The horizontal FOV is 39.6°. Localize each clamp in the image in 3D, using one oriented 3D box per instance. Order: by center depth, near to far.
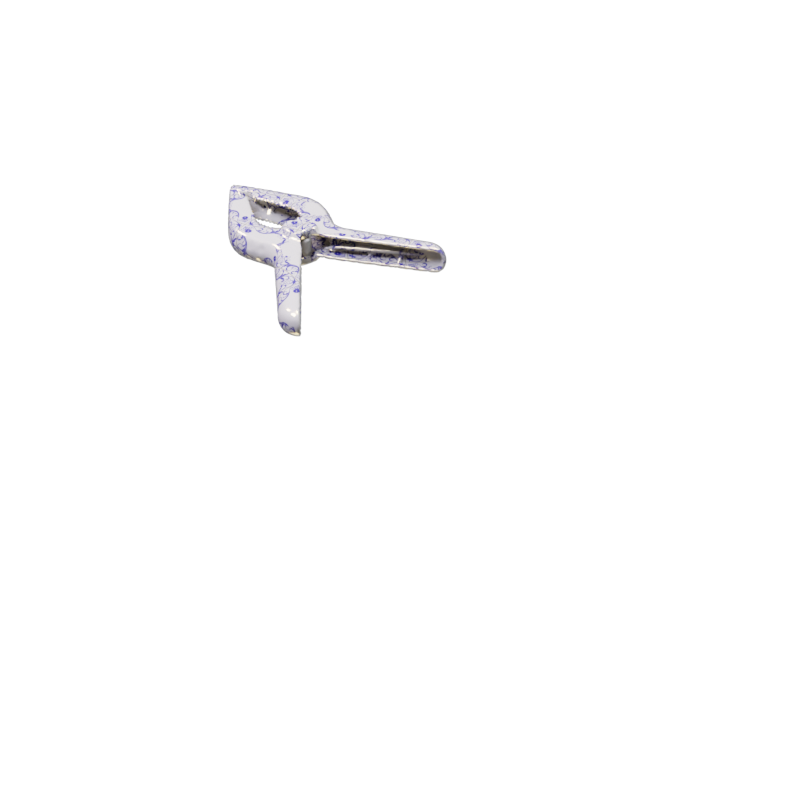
[{"bbox_3d":[-0.075,-0.137,0.958,0.163,0.034,0.227,-20,41,-25],"label":"clamp"}]
